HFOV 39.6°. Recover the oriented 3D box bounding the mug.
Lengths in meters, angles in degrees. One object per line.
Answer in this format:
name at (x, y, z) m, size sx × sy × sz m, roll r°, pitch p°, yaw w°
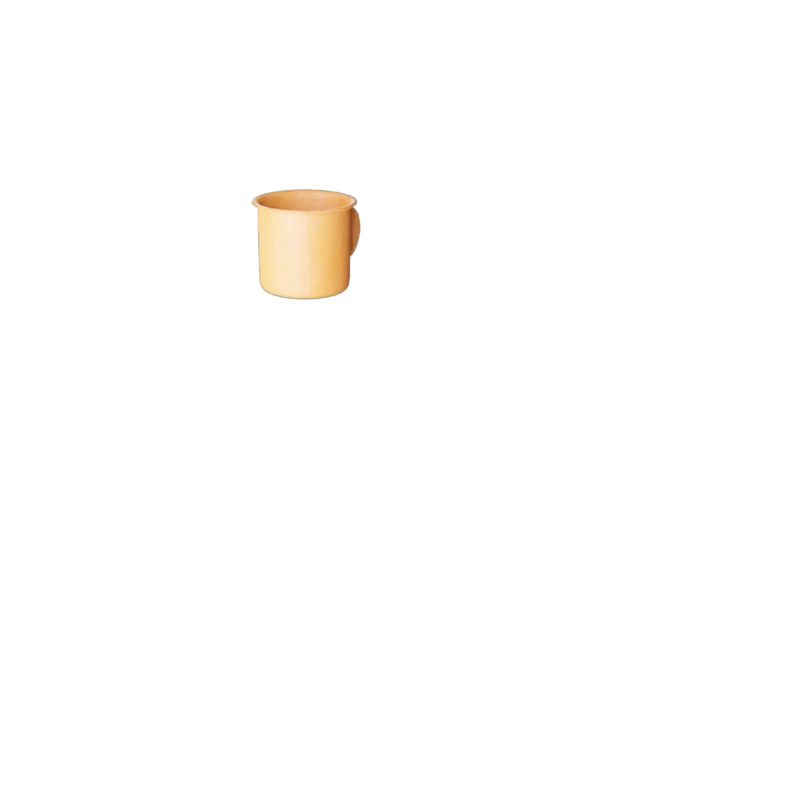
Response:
mug at (-0.078, -0.142, 0.994) m, size 0.098 × 0.078 × 0.116 m, roll 15°, pitch 24°, yaw 35°
